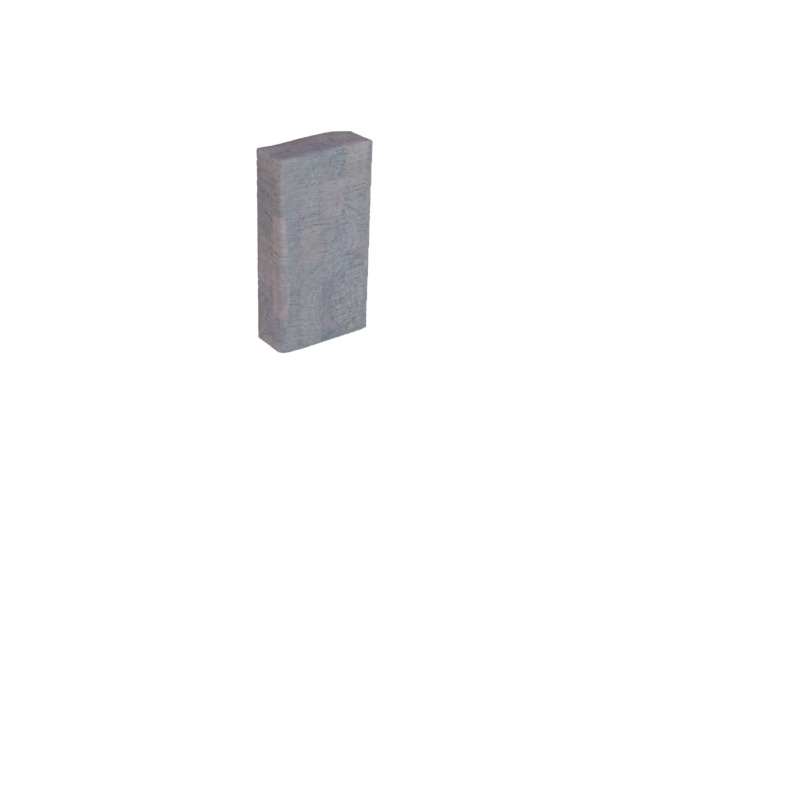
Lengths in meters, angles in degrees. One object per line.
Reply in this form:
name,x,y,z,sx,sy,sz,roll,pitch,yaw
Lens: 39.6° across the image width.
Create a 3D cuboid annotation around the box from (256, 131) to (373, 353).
box,-0.073,-0.133,0.932,0.092,0.167,0.051,-17,30,-34
